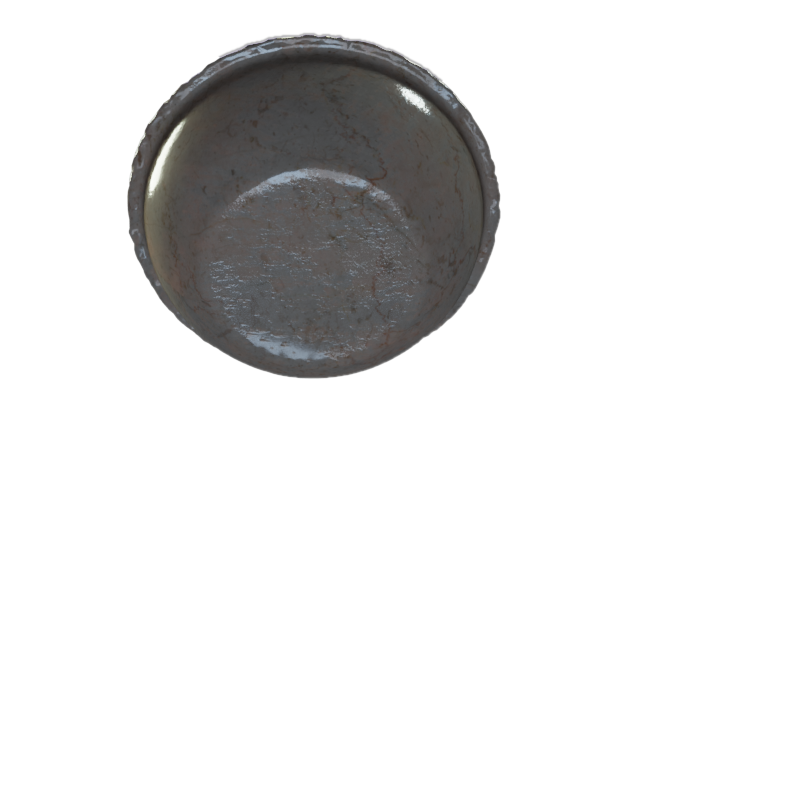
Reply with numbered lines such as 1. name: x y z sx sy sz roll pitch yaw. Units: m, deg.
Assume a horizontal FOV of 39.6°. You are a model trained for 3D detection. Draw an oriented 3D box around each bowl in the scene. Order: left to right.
1. bowl: -0.036 -0.066 0.460 0.162 0.153 0.058 1 29 -1
